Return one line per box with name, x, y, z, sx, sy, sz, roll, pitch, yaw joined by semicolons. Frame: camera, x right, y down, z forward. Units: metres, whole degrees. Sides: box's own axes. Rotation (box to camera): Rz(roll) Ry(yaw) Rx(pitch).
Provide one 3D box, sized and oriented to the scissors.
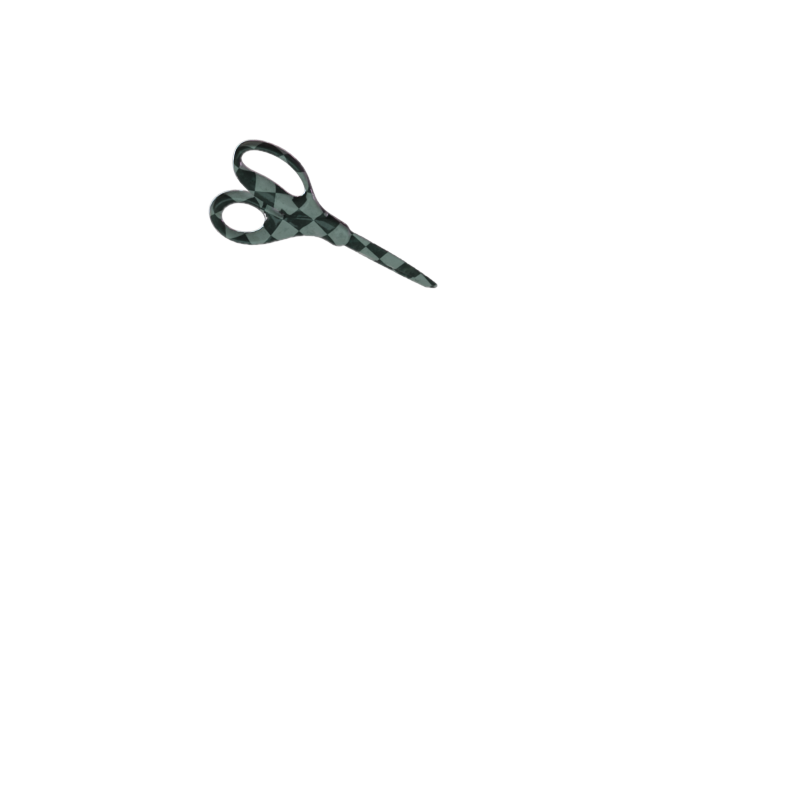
scissors;-0.070;-0.127;0.892;0.095;0.191;0.017;-38;25;21
